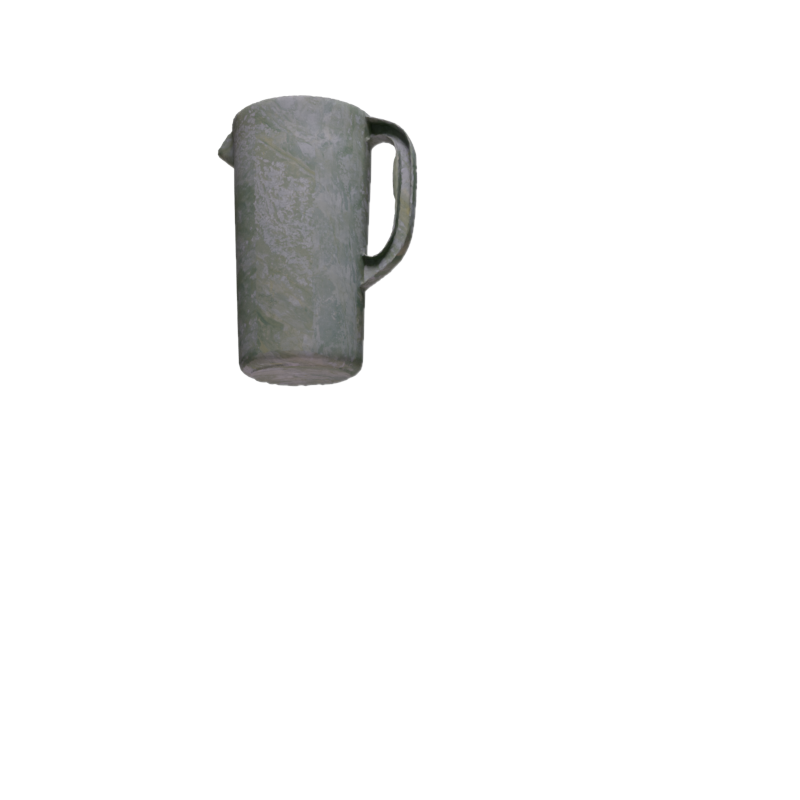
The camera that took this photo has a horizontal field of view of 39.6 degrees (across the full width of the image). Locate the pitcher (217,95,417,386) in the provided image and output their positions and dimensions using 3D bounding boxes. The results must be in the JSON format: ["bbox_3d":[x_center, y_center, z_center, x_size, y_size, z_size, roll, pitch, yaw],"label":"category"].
[{"bbox_3d":[-0.078,-0.142,0.991,0.139,0.253,0.149,9,-19,-30],"label":"pitcher"}]
